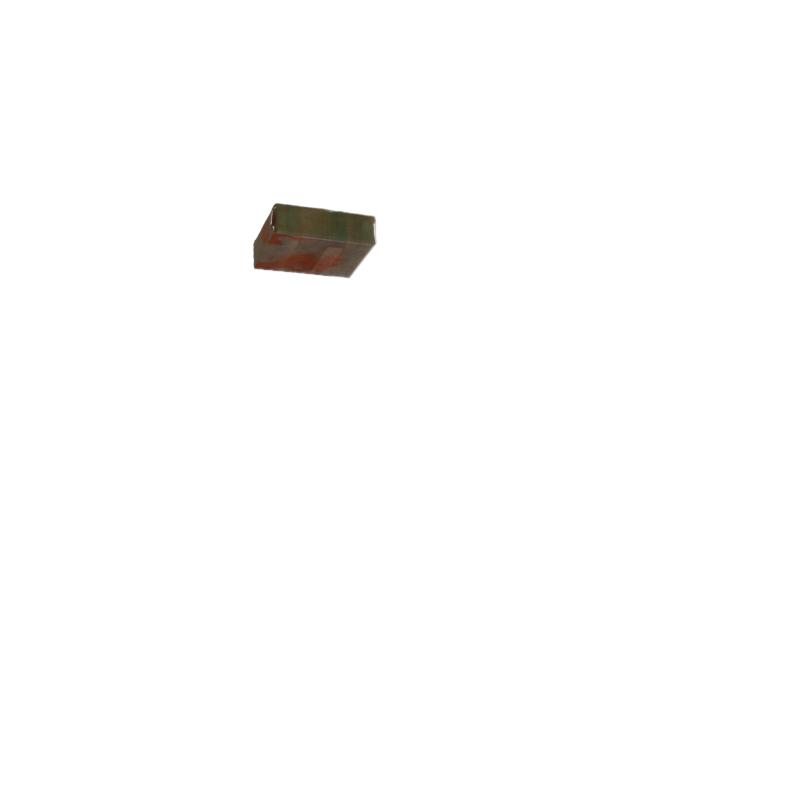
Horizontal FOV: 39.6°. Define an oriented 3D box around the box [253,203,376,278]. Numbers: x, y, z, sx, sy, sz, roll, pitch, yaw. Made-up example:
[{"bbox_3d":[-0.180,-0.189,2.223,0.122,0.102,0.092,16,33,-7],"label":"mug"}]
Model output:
[{"bbox_3d":[-0.073,-0.133,0.928,0.087,0.032,0.071,6,-21,-16],"label":"box"}]
